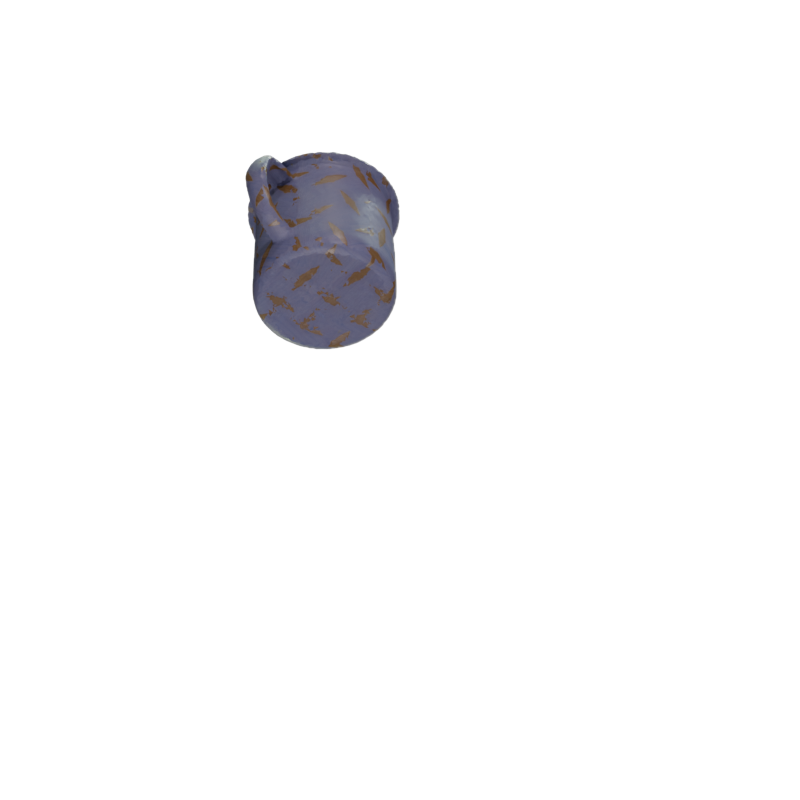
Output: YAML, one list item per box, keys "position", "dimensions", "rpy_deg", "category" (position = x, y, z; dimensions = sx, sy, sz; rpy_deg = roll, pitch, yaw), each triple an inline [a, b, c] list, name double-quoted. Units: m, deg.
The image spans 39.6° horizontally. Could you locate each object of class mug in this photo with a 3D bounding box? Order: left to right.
- position: [-0.050, -0.092, 0.642]
  dimensions: [0.093, 0.087, 0.109]
  rpy_deg: [-24, -52, 19]
  category: "mug"
